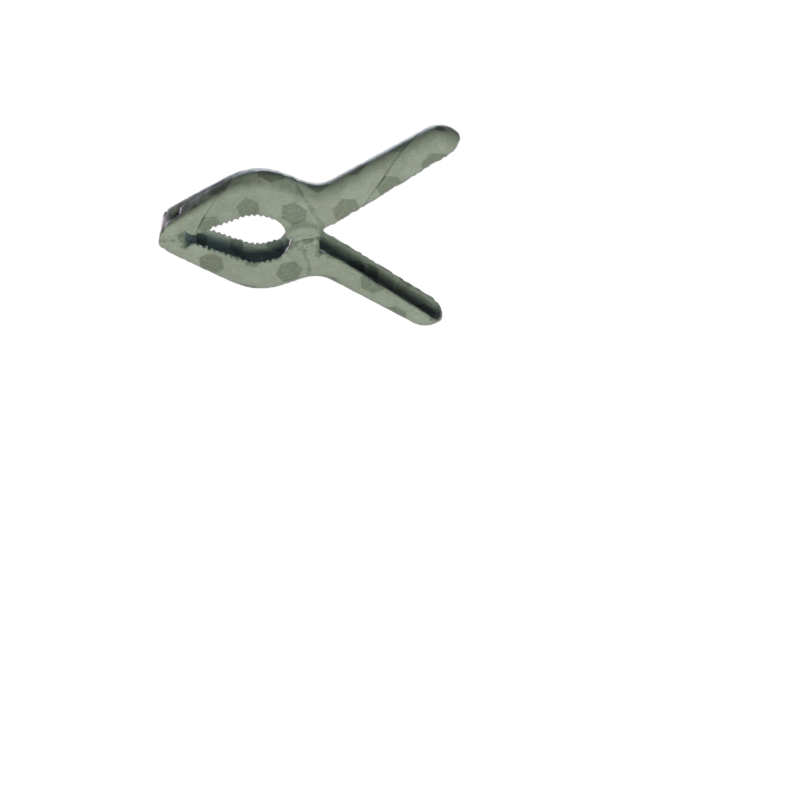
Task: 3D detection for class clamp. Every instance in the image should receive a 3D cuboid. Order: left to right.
[{"bbox_3d":[-0.061,-0.111,0.777,0.211,0.153,0.039,-4,39,3],"label":"clamp"}]
